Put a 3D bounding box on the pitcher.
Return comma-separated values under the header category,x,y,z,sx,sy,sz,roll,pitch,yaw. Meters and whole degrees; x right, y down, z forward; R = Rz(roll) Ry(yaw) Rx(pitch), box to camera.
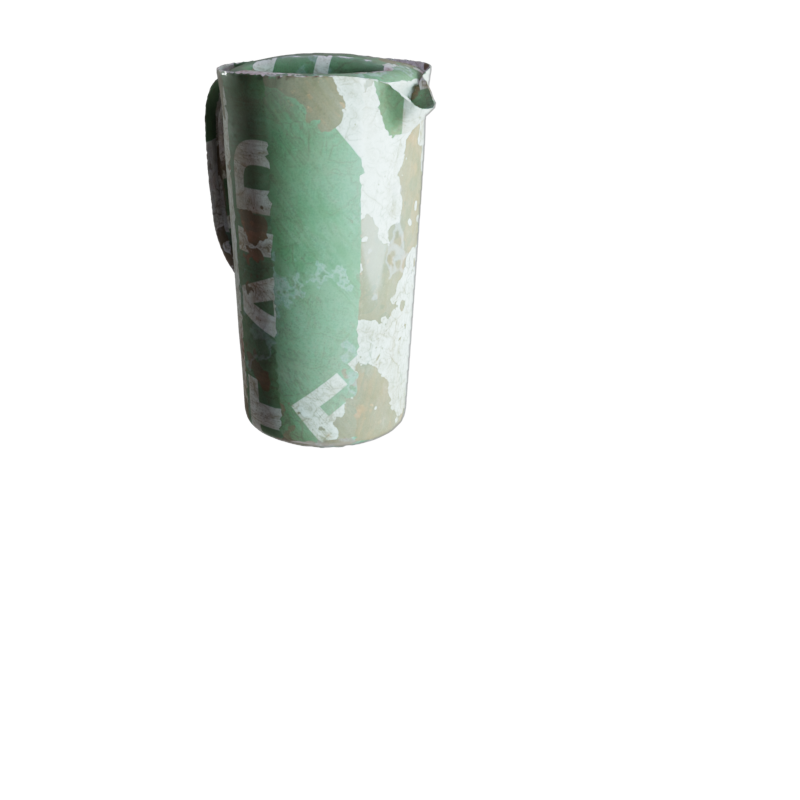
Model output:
category,x,y,z,sx,sy,sz,roll,pitch,yaw
pitcher,-0.056,-0.103,0.721,0.144,0.234,0.155,0,17,-4
